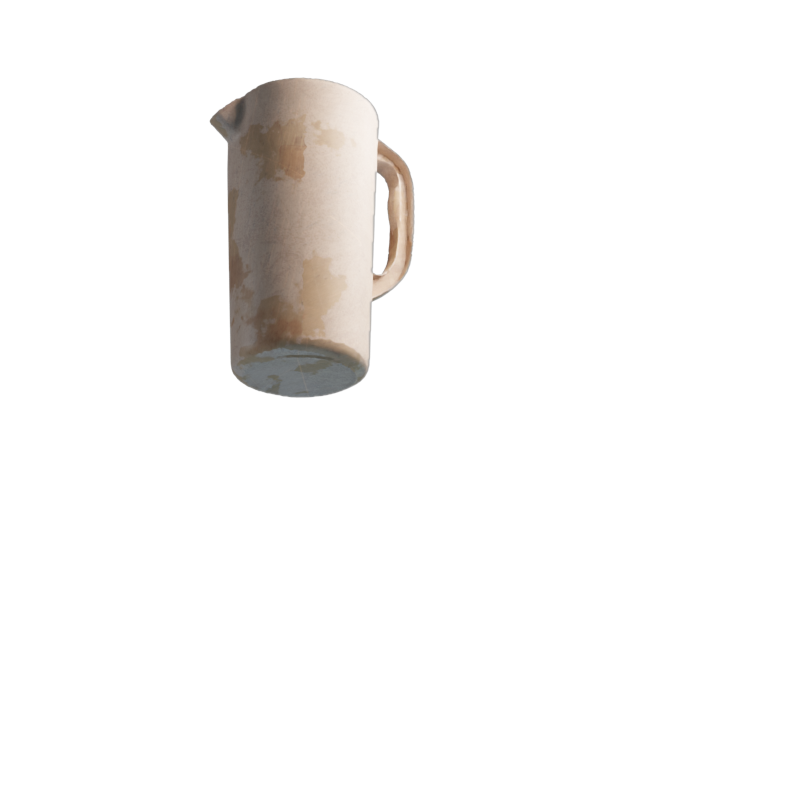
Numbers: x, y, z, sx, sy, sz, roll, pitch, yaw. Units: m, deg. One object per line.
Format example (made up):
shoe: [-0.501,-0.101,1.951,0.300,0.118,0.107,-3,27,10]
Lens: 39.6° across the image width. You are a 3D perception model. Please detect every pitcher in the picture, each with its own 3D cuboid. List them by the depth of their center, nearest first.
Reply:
pitcher: [-0.071,-0.130,0.913,0.151,0.257,0.135,-8,-26,13]
